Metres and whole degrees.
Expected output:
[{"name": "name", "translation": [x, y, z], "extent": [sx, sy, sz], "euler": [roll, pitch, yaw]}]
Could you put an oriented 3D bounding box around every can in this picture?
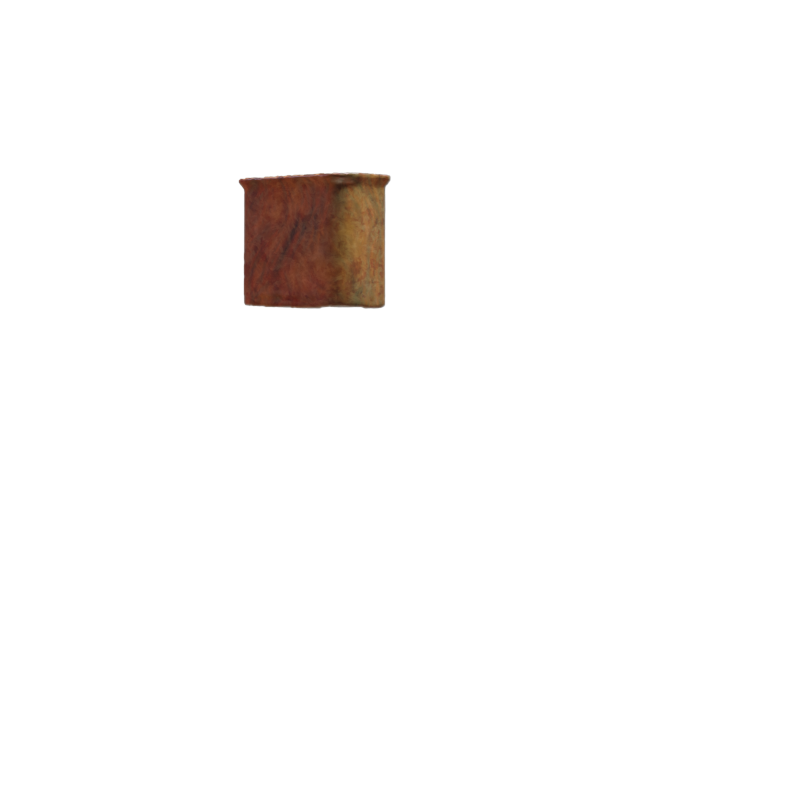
[{"name": "can", "translation": [-0.056, -0.102, 0.716], "extent": [0.106, 0.084, 0.055], "euler": [4, 4, 40]}]
